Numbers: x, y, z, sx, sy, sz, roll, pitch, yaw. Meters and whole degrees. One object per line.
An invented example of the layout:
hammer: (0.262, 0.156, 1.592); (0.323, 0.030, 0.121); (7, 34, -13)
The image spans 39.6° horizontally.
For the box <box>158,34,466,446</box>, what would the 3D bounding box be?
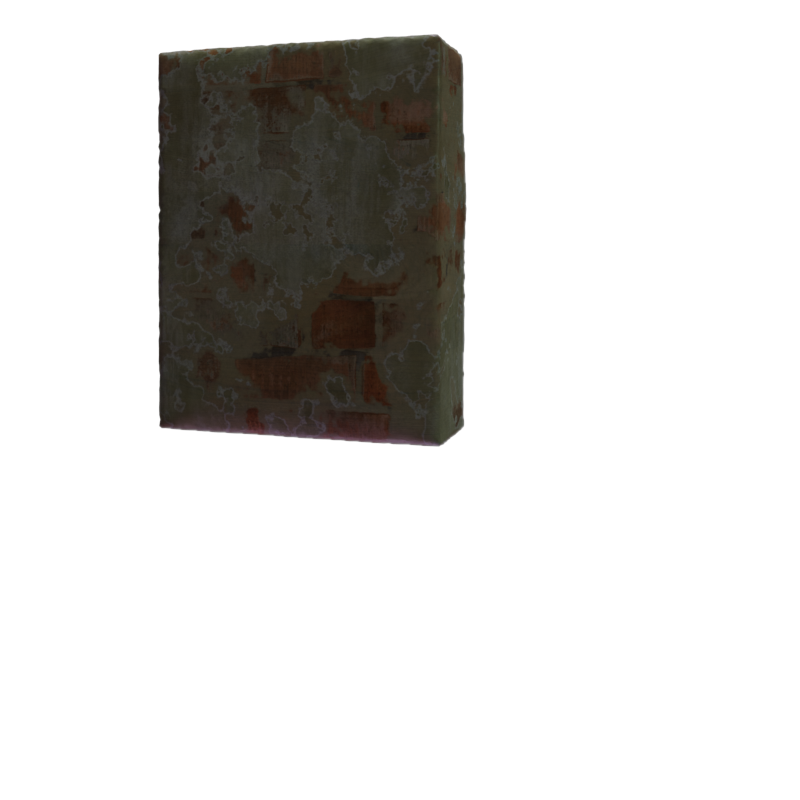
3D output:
box: (-0.049, -0.089, 0.623); (0.168, 0.214, 0.070); (1, 1, 18)
